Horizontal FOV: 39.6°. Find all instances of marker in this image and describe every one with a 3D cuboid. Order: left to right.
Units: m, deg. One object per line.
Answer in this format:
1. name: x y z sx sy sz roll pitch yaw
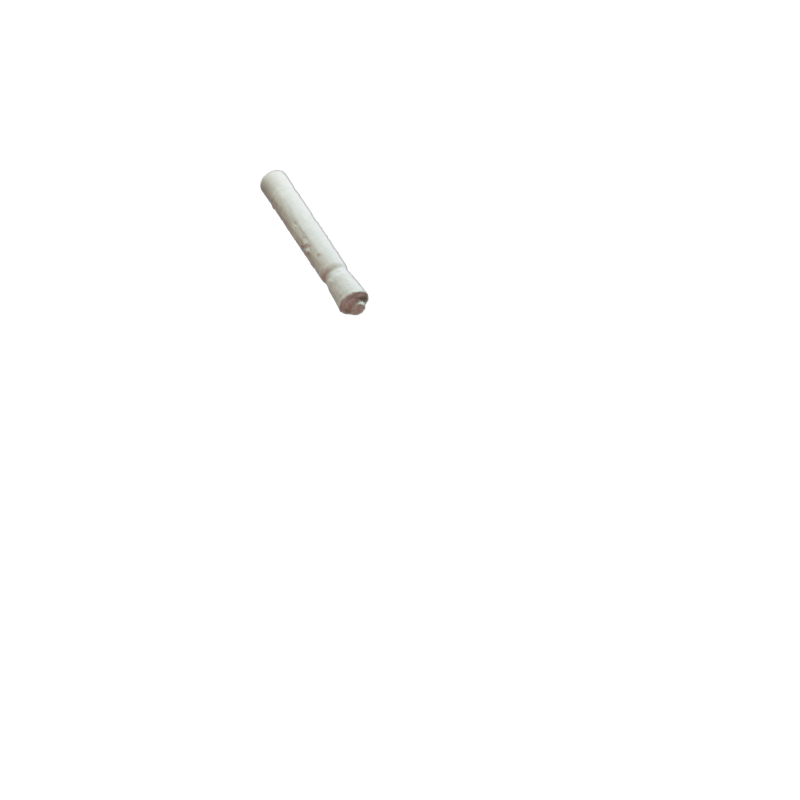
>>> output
1. marker: -0.053 -0.096 0.672 0.019 0.019 0.131 -2 44 -35
